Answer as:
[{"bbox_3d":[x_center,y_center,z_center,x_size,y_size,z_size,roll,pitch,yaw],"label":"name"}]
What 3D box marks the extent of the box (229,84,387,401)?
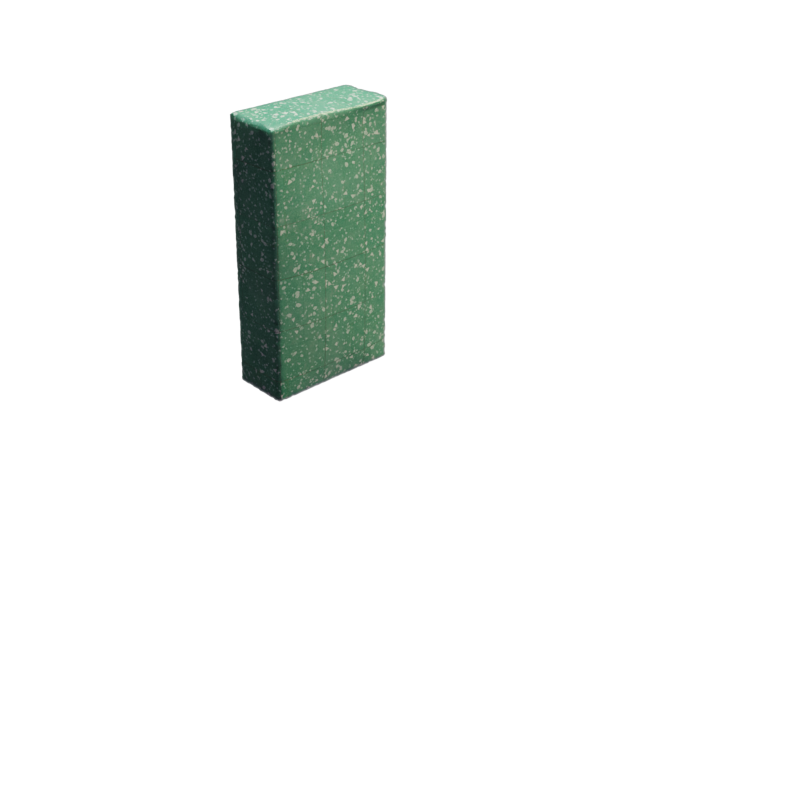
[{"bbox_3d":[-0.053,-0.097,0.680,0.092,0.167,0.051,-23,36,-38],"label":"box"}]
